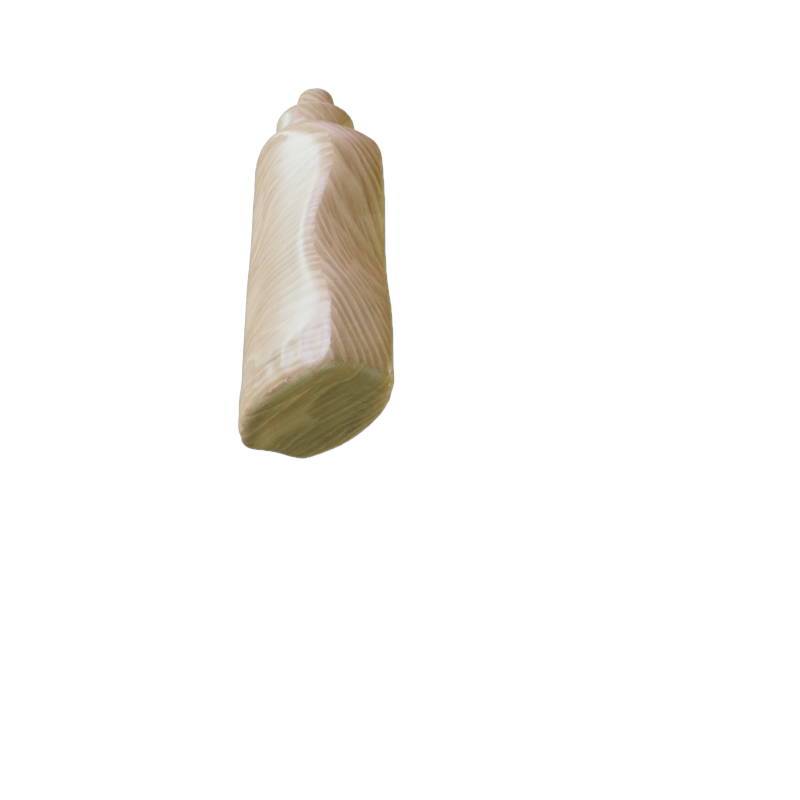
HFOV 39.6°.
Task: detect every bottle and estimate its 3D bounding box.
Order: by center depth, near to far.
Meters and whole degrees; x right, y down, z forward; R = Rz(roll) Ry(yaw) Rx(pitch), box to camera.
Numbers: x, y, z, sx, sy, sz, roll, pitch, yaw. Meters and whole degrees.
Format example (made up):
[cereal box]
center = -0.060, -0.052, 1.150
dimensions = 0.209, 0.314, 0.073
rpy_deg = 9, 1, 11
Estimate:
[bottle]
center = -0.042, -0.077, 0.539
dimensions = 0.056, 0.205, 0.093
rpy_deg = 14, -36, -23
